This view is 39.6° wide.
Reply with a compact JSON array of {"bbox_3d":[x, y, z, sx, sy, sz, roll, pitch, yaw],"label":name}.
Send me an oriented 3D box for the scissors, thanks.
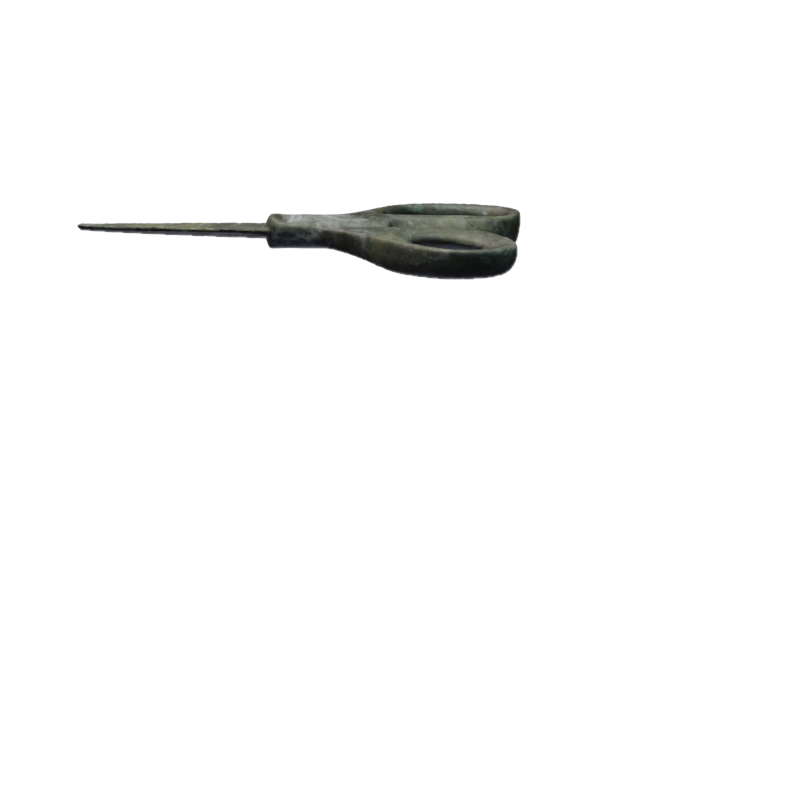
[{"bbox_3d":[-0.038,-0.069,0.486,0.199,0.015,0.102,-5,23,-12],"label":"scissors"}]
